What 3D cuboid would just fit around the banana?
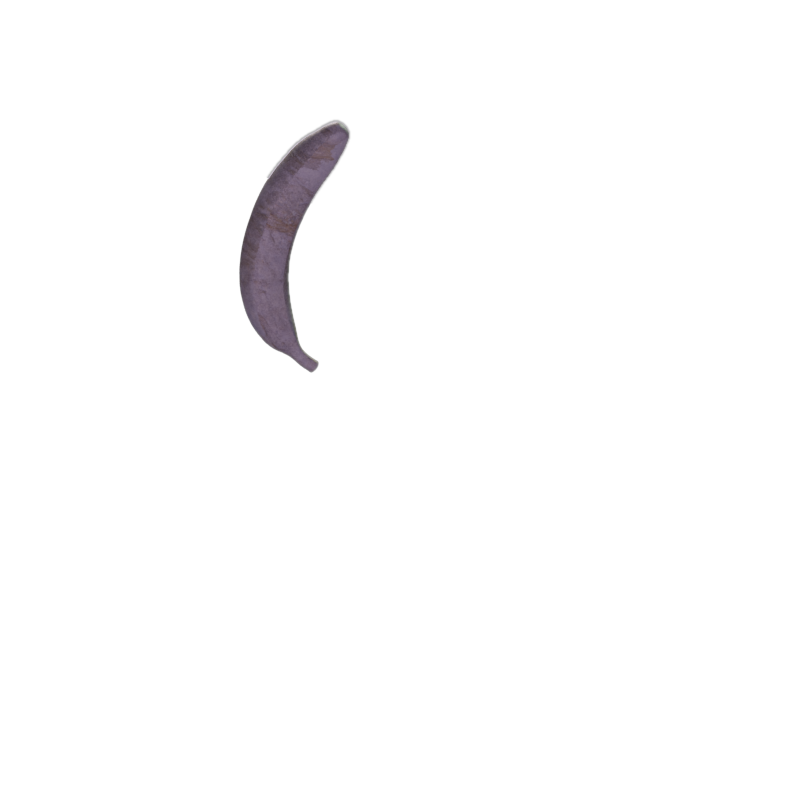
[{"bbox_3d":[-0.084,-0.117,0.832,0.069,0.189,0.039,7,23,-4],"label":"banana"}]
